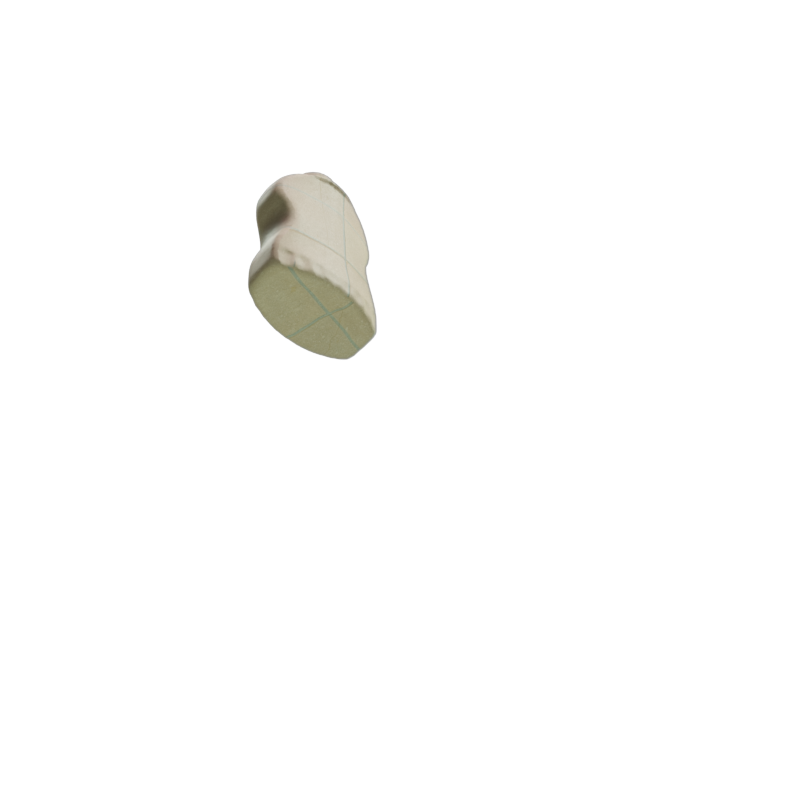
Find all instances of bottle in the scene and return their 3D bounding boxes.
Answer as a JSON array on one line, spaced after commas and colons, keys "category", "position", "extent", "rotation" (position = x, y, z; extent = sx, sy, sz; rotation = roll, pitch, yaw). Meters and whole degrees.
[{"category": "bottle", "position": [-0.066, -0.119, 0.833], "extent": [0.091, 0.057, 0.205], "rotation": [32, 29, -24]}]
